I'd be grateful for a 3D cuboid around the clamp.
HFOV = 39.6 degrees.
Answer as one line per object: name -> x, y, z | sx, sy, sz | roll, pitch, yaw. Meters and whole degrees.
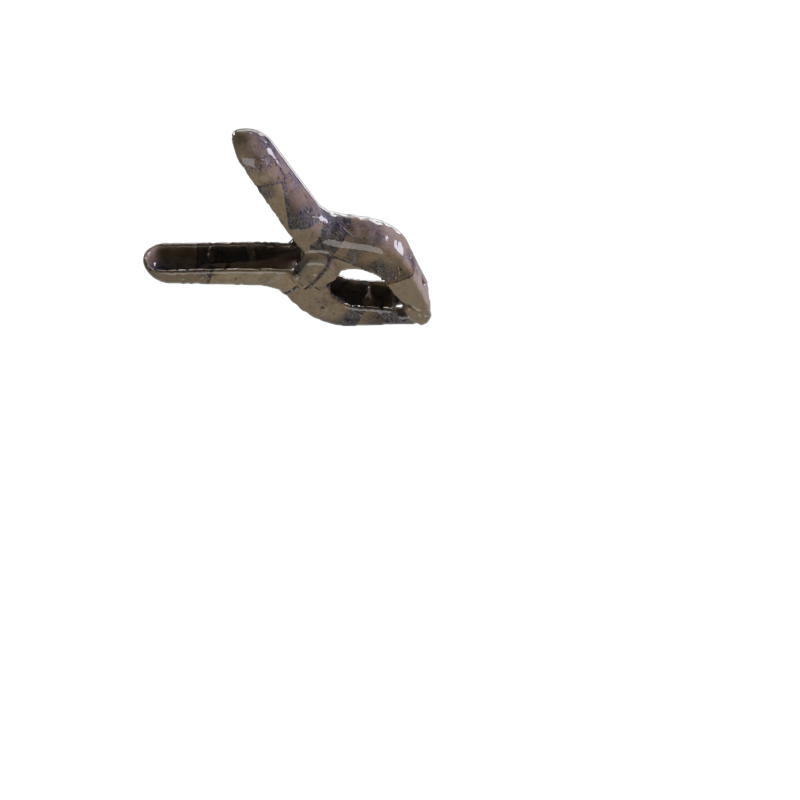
clamp -> -0.050, -0.091, 0.635 | 0.166, 0.042, 0.116 | 14, -36, -20
